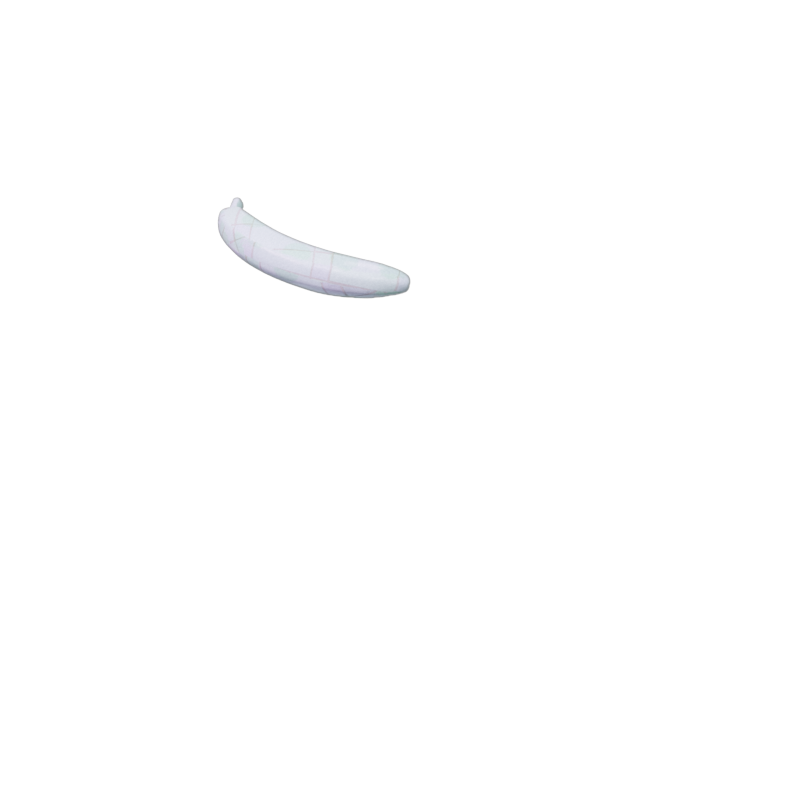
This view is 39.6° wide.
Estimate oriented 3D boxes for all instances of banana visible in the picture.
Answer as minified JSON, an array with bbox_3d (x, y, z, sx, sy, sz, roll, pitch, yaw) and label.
[{"bbox_3d":[-0.088,-0.127,0.942,0.209,0.034,0.071,29,50,27],"label":"banana"}]
